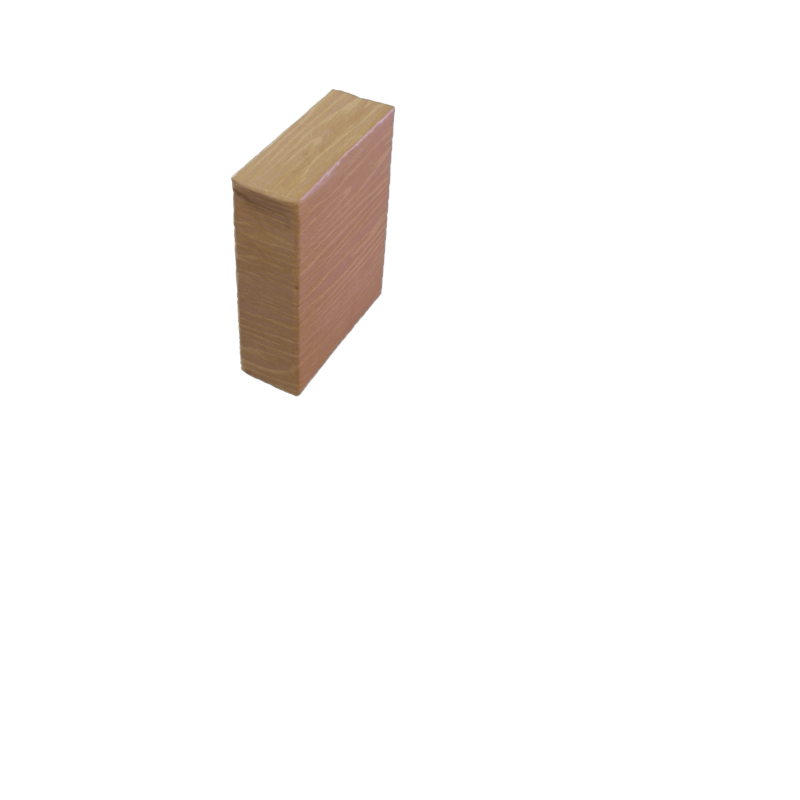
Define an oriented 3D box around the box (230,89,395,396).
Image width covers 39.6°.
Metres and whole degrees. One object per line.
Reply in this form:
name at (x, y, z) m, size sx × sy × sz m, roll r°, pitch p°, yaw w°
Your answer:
box at (-0.075, -0.138, 0.964) m, size 0.075 × 0.199 × 0.169 m, roll 20°, pitch 45°, yaw 18°
